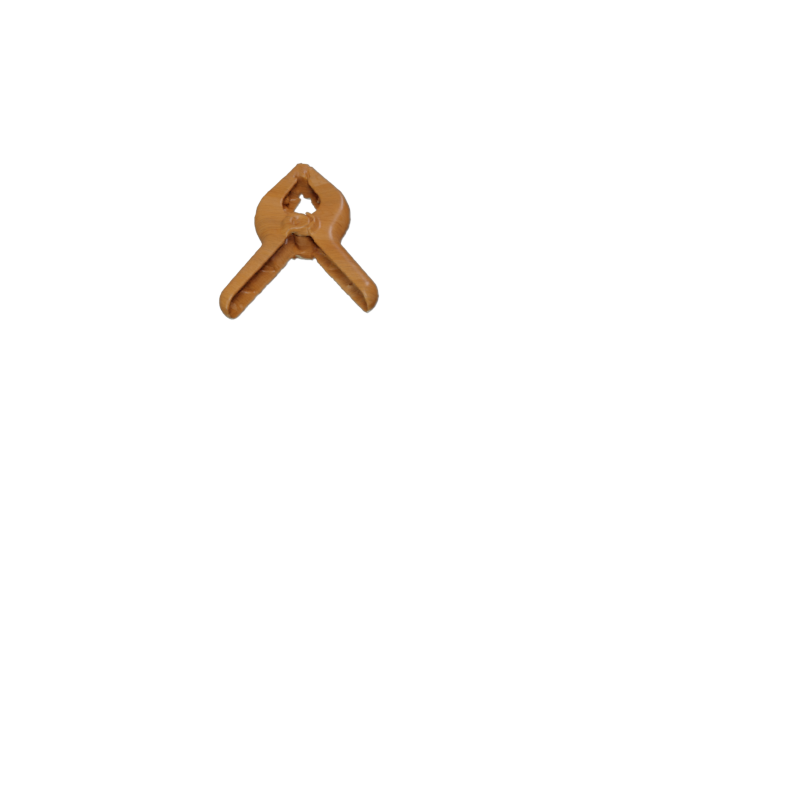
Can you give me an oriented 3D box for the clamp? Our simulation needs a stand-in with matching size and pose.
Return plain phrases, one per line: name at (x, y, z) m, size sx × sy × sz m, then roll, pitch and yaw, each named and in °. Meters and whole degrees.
clamp at (-0.069, -0.127, 0.887) m, size 0.121 × 0.182 × 0.036 m, roll 6°, pitch -41°, yaw 5°
